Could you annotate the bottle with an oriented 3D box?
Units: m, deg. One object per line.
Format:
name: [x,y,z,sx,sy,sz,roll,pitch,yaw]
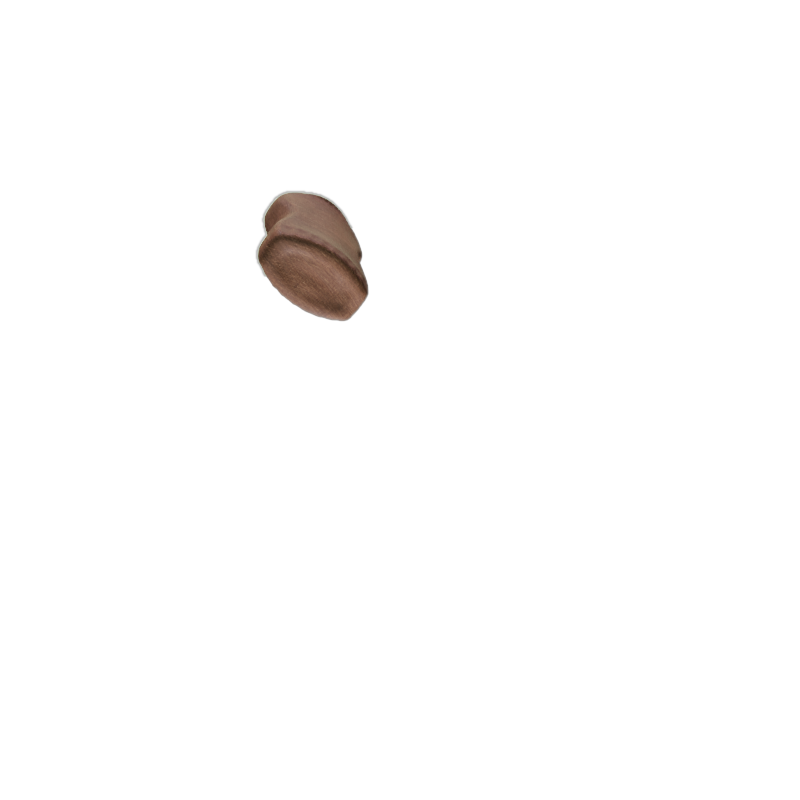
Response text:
bottle: [-0.078,-0.141,0.989,0.093,0.057,0.202,31,19,-16]
